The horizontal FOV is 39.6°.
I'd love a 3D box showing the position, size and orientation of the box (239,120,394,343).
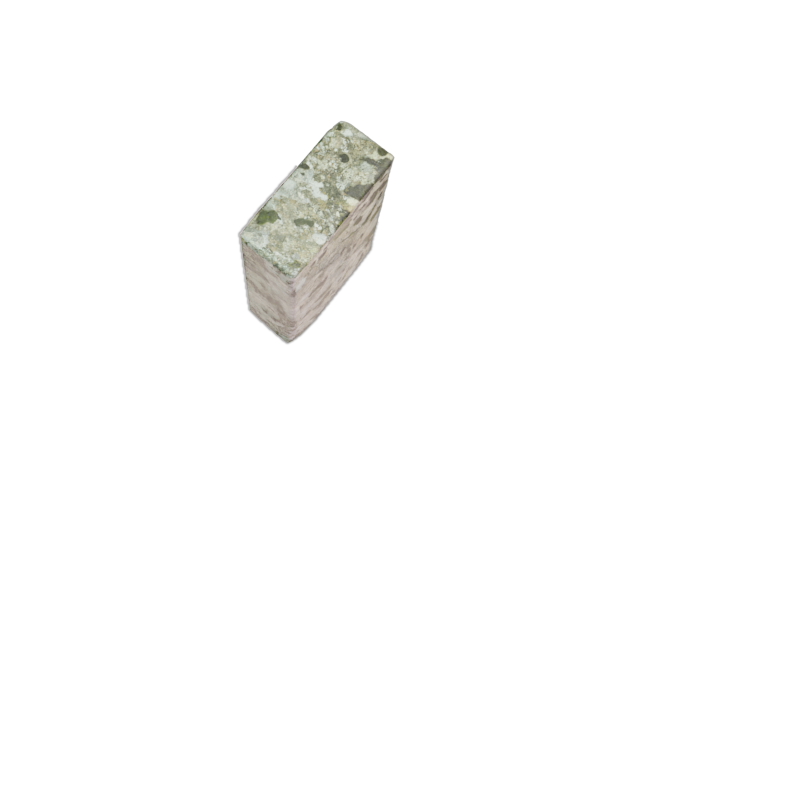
[{"bbox_3d":[-0.054,-0.098,0.687,0.049,0.095,0.170,37,-12,4],"label":"box"}]
